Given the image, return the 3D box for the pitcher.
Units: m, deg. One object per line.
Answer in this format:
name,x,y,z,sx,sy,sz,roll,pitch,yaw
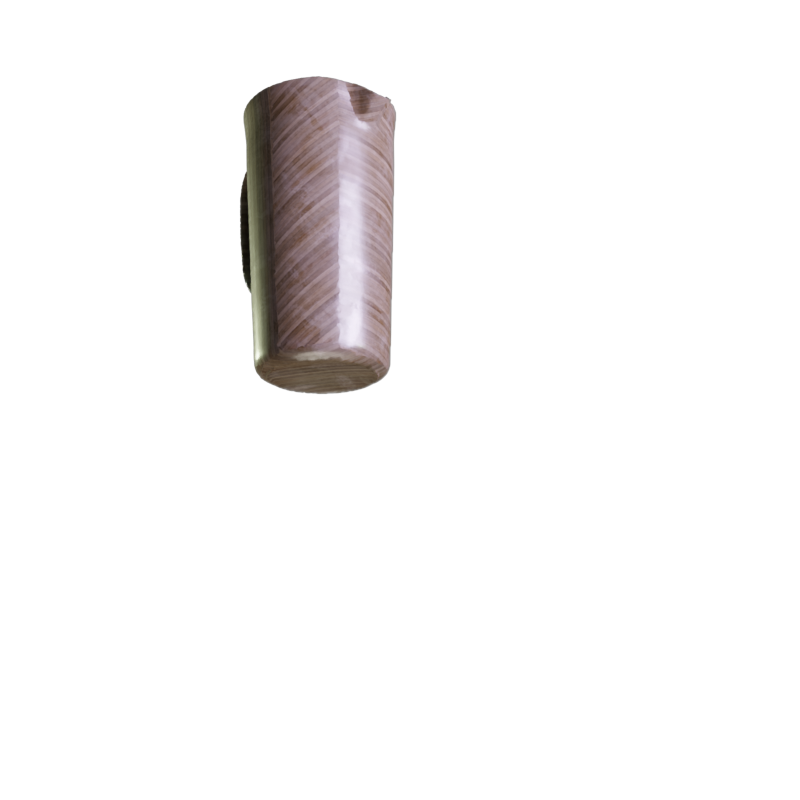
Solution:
pitcher,-0.072,-0.132,0.926,0.145,0.256,0.141,-2,-22,2
